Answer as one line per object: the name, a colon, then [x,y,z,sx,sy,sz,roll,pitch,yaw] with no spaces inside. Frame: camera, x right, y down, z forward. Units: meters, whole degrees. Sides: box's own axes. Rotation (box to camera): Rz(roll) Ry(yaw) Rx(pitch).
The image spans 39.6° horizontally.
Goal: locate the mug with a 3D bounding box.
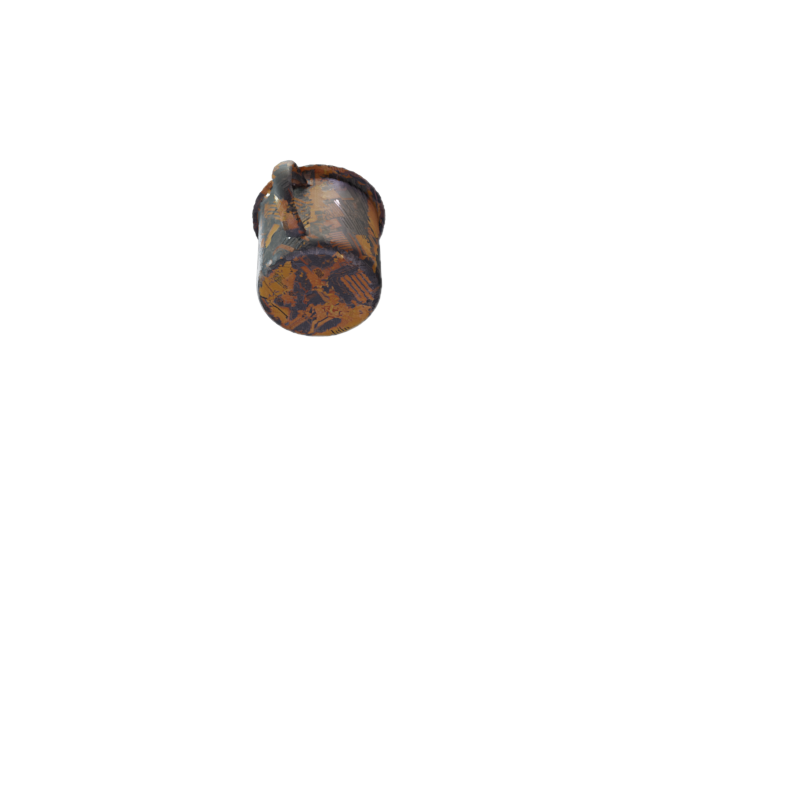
mug: [-0.057,-0.105,0.734,0.094,0.108,0.087,-13,42,10]
